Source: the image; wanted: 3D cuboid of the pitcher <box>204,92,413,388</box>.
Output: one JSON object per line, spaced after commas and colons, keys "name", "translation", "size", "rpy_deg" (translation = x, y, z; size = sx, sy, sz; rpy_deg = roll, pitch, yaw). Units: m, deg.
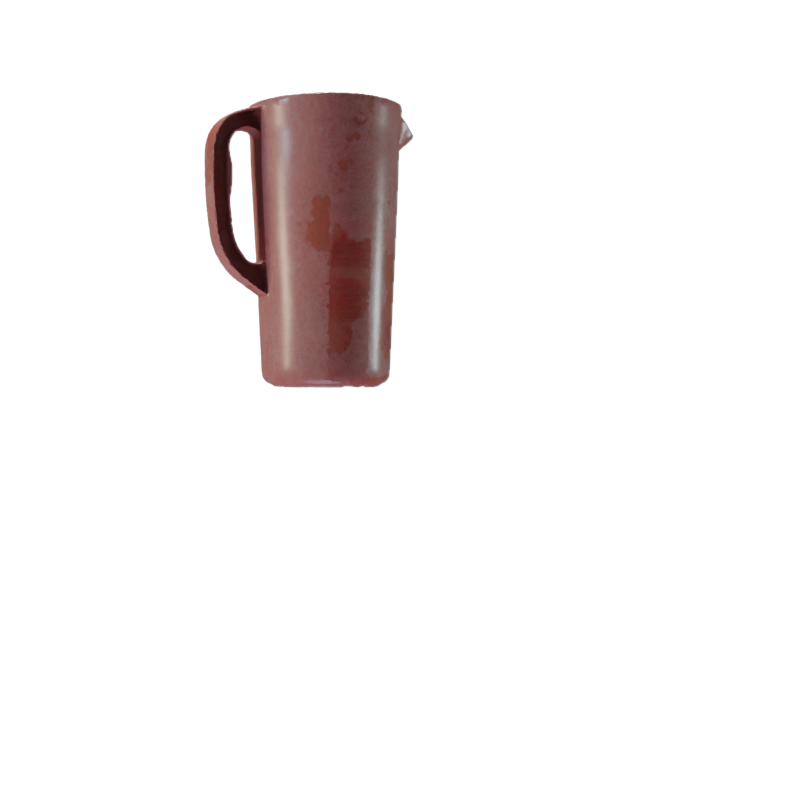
{"name": "pitcher", "translation": [-0.073, -0.134, 0.938], "size": [0.152, 0.246, 0.140], "rpy_deg": [-1, -4, 17]}
